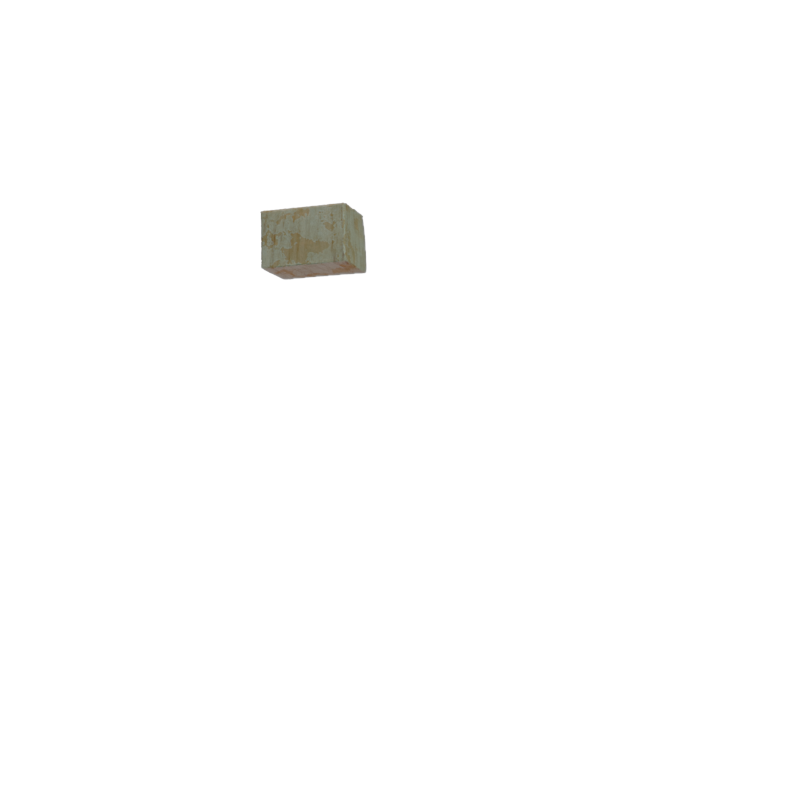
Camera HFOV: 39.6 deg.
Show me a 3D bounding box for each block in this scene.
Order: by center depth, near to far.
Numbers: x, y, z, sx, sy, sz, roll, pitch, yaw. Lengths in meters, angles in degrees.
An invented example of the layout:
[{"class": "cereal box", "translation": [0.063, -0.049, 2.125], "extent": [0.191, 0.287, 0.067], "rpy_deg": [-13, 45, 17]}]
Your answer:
[{"class": "block", "translation": [-0.073, -0.134, 0.937], "extent": [0.080, 0.053, 0.050], "rpy_deg": [-3, -10, 19]}]
